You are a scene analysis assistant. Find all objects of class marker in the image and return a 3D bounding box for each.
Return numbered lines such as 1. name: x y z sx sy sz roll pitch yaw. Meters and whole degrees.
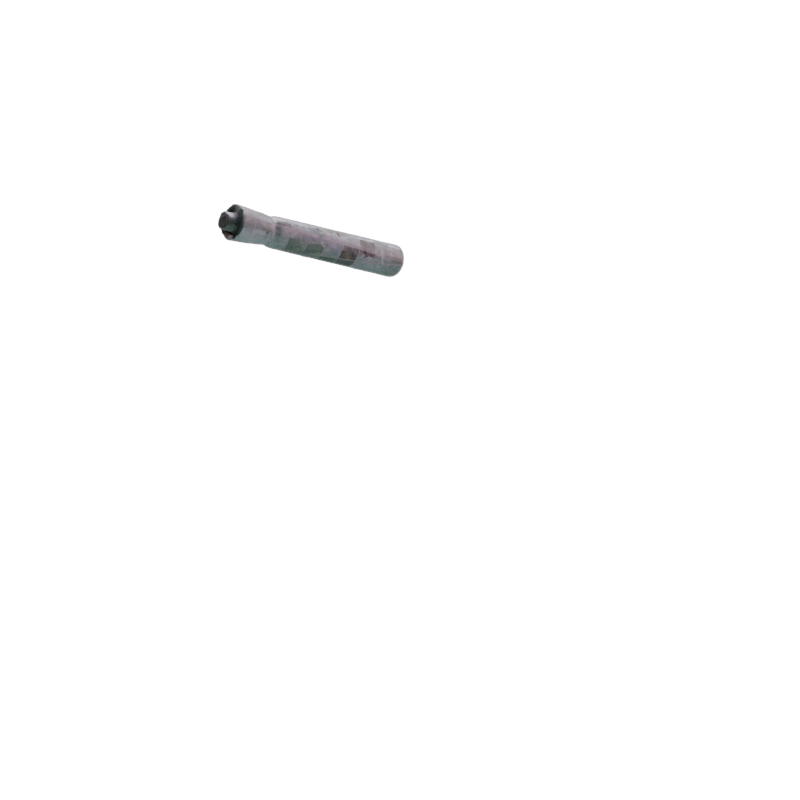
1. marker: -0.046 -0.085 0.594 0.115 0.020 0.021 7 -2 -42
